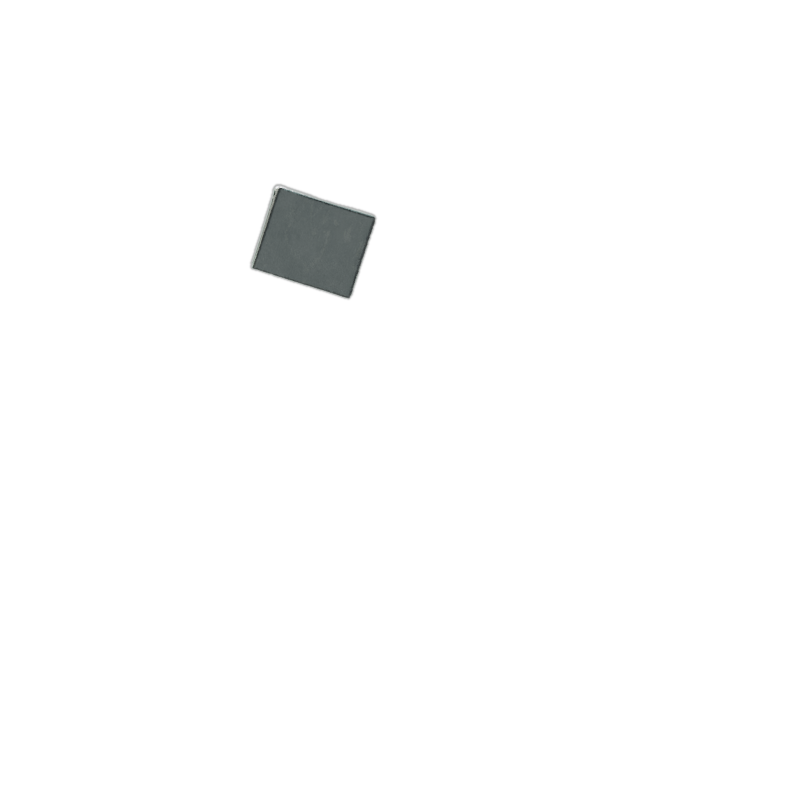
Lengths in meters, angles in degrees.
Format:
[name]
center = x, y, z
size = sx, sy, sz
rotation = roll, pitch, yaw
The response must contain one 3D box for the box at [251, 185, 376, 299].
[box]
center = -0.073, -0.134, 0.935
size = 0.089, 0.072, 0.031
rotation = 17, 6, -2
